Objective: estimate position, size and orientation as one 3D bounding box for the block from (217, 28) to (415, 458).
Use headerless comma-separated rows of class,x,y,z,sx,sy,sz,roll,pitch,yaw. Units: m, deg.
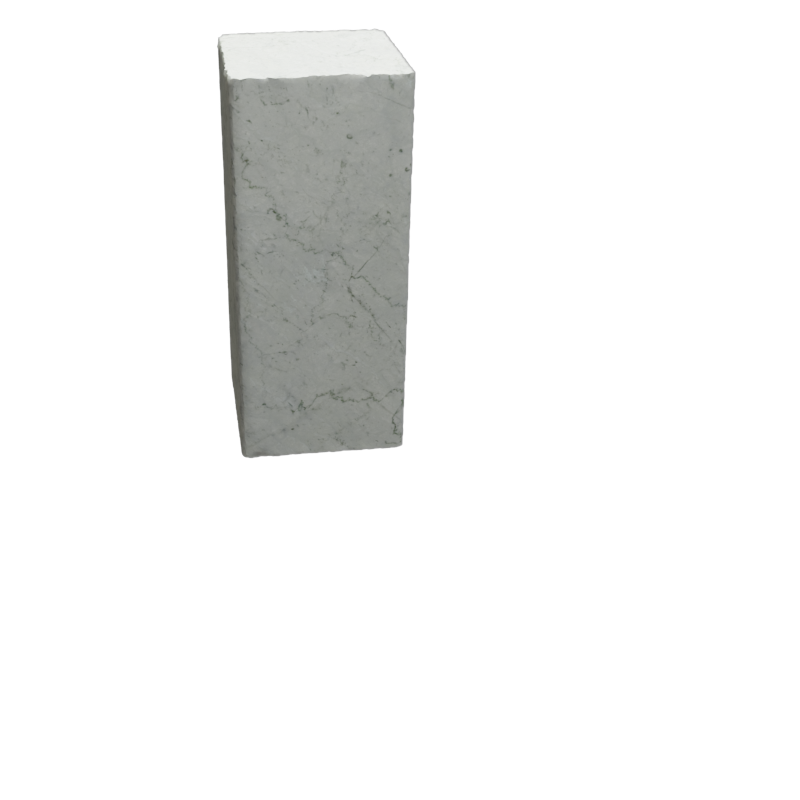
block,-0.047,-0.084,0.587,0.089,0.195,0.097,-3,27,-9
